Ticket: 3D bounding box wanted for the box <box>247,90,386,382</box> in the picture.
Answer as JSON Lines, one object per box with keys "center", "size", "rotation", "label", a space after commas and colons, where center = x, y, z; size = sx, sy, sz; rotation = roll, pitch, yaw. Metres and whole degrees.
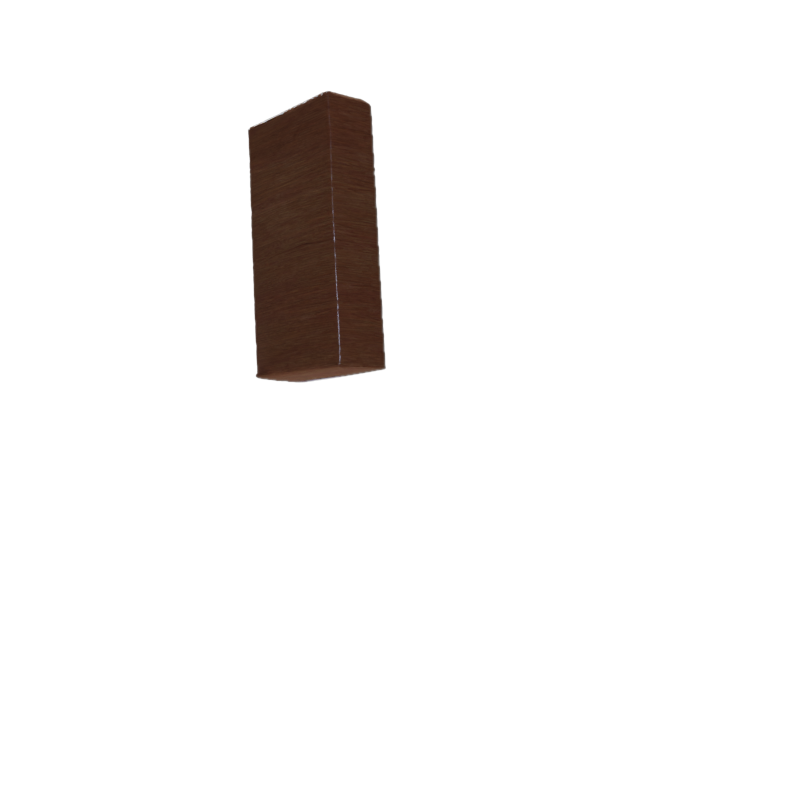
{"center": [-0.056, -0.104, 0.726], "size": [0.046, 0.182, 0.095], "rotation": [9, -15, -39], "label": "box"}
